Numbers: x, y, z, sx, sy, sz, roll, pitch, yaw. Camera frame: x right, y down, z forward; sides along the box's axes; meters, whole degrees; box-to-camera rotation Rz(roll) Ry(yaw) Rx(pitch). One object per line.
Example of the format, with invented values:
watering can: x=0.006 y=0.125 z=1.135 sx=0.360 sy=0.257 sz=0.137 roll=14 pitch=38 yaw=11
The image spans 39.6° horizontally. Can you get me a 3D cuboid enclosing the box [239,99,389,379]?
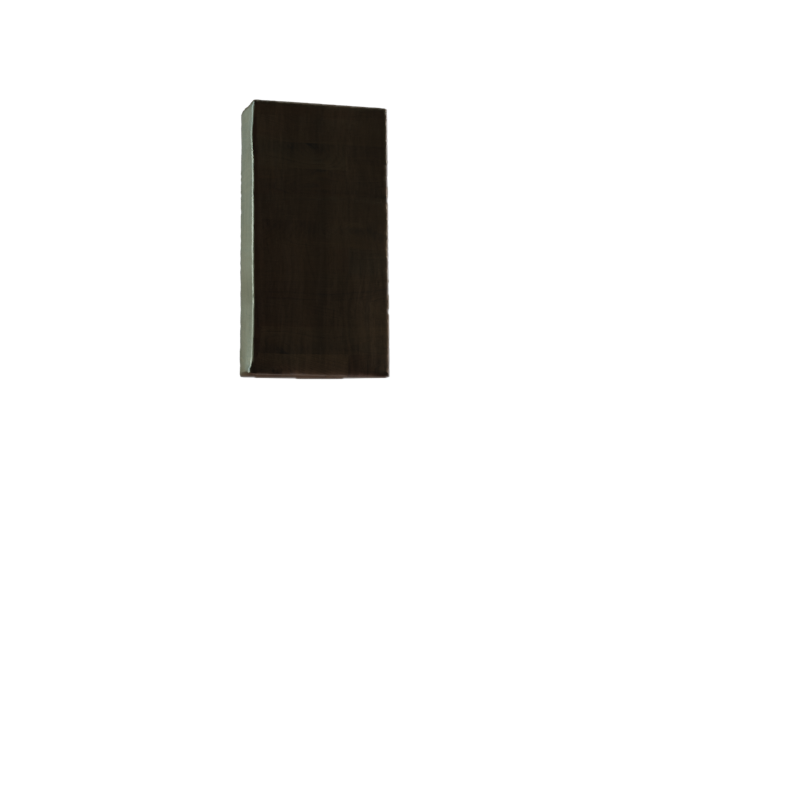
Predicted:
box: x=-0.056 y=-0.103 z=0.720 sx=0.091 sy=0.180 sz=0.048 roll=2 pitch=-9 yaw=-17
